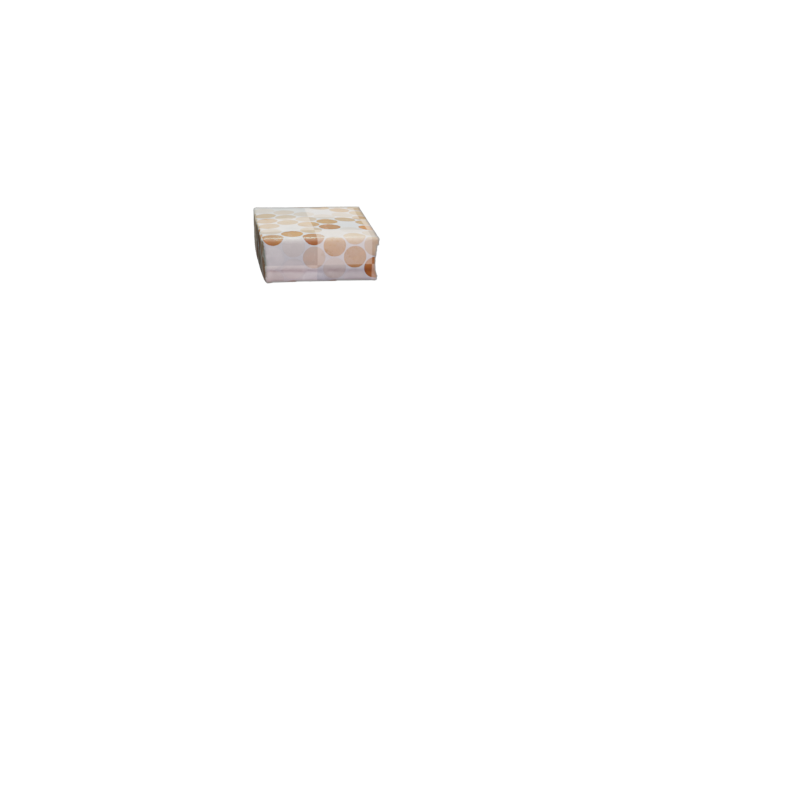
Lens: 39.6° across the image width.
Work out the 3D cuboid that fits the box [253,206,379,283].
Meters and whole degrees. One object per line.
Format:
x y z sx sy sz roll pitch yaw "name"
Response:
-0.069 -0.126 0.881 0.089 0.037 0.120 -3 23 -8 "box"
